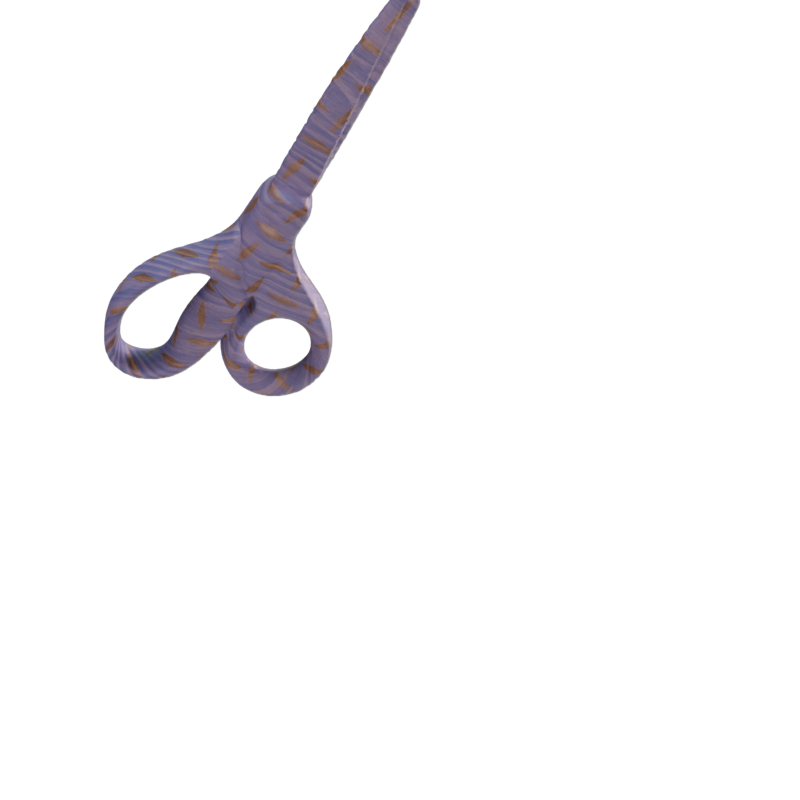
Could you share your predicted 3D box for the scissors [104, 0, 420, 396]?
[{"bbox_3d":[-0.031,-0.056,0.392,0.091,0.017,0.199,30,-48,-32],"label":"scissors"}]
